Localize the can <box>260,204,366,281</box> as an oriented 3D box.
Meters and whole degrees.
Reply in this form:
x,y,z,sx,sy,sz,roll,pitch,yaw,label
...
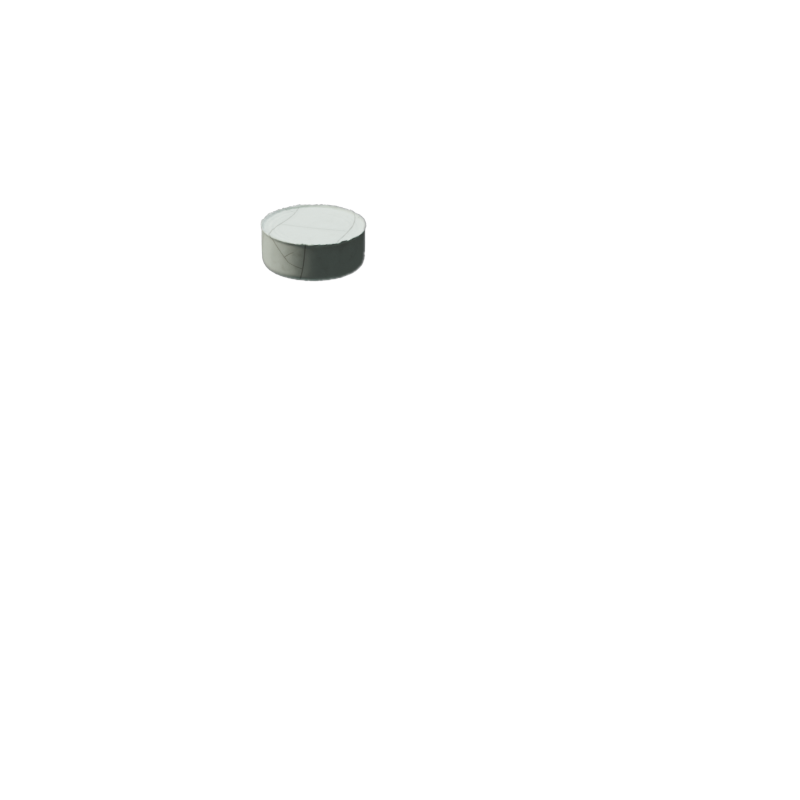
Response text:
x,y,z,sx,sy,sz,roll,pitch,yaw,label
-0.071,-0.129,0.904,0.086,0.032,0.091,-1,29,-2,can
